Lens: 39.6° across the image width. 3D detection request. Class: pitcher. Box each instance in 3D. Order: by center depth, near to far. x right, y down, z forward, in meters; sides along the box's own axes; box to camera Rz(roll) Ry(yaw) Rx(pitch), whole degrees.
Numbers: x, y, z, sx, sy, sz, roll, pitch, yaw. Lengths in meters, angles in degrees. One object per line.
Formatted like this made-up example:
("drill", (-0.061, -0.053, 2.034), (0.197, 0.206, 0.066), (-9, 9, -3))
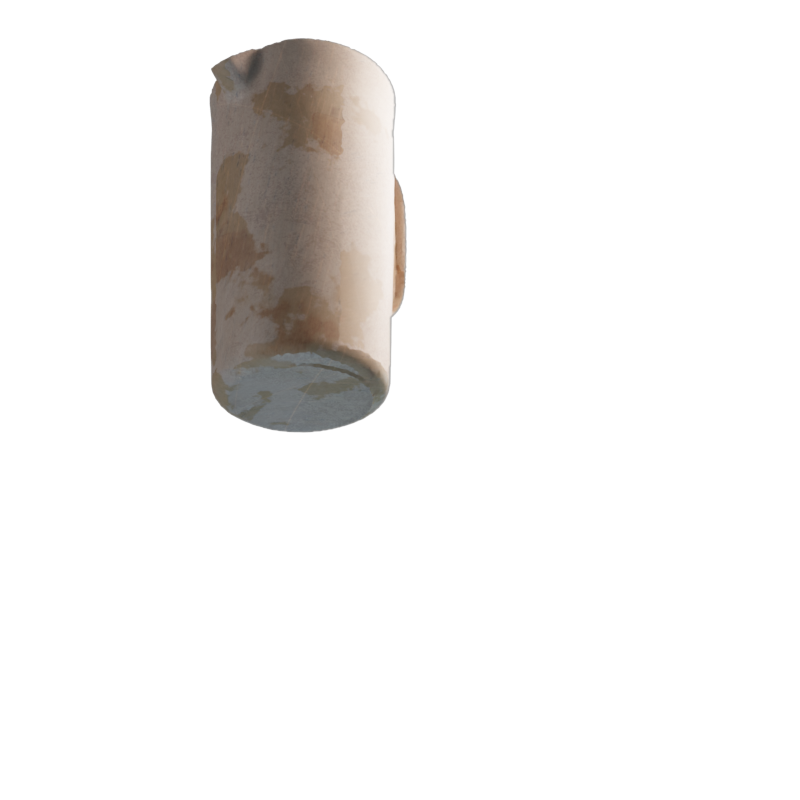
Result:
("pitcher", (-0.058, -0.105, 0.735), (0.148, 0.259, 0.137), (2, -32, -7))
